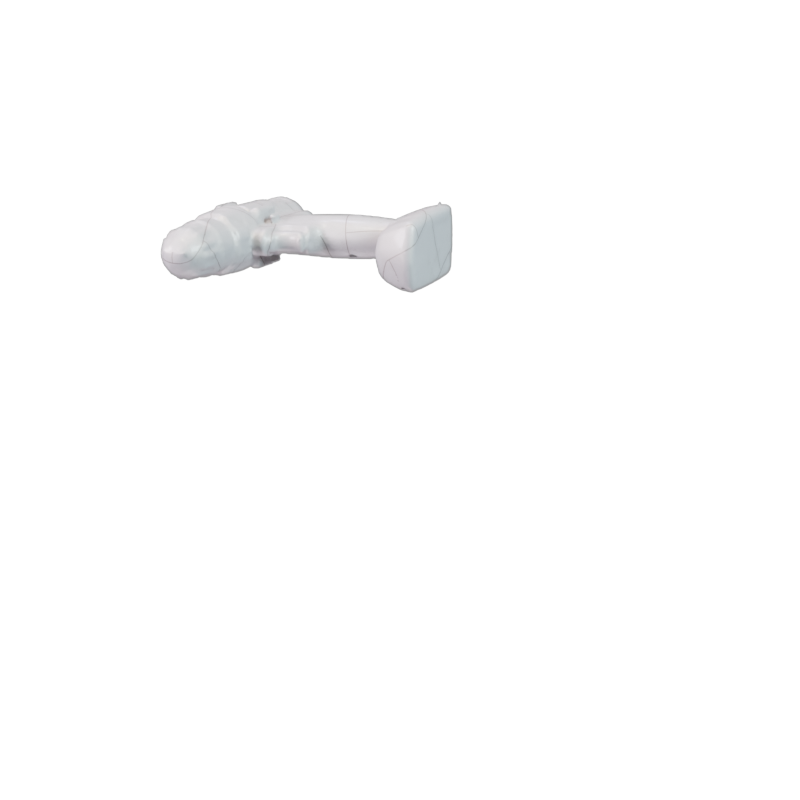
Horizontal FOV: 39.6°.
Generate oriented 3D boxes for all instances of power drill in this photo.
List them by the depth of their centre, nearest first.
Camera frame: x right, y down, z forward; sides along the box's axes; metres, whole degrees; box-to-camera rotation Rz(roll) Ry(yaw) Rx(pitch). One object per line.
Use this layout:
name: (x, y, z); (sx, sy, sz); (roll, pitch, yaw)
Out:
power drill: (-0.066, -0.120, 0.843); (0.194, 0.055, 0.185); (8, 20, 22)
